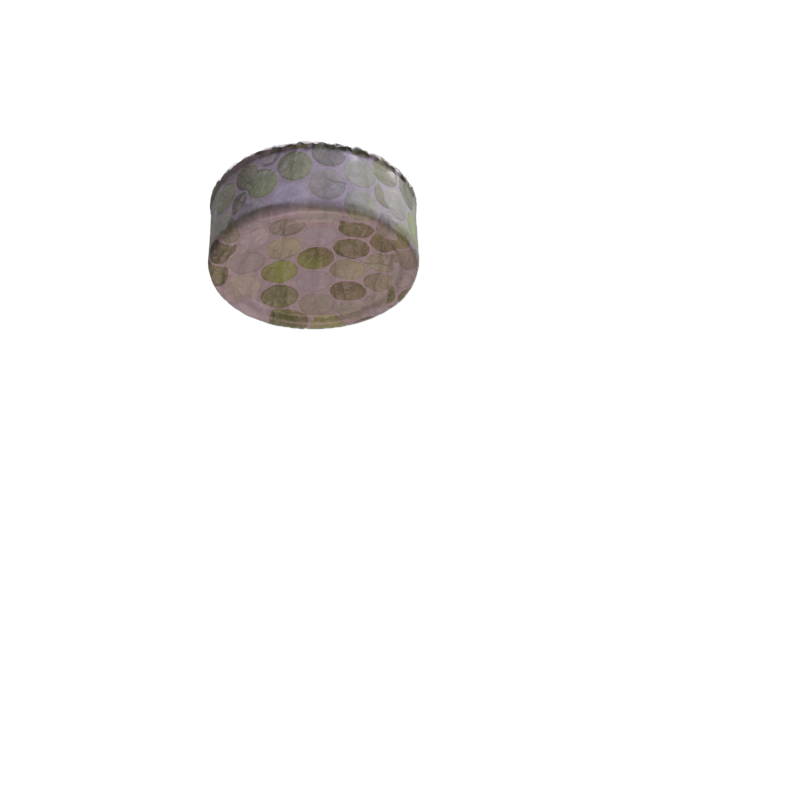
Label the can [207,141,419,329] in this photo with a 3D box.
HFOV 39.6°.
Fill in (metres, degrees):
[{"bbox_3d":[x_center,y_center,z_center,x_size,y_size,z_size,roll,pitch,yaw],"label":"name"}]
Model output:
[{"bbox_3d":[-0.035,-0.064,0.450,0.086,0.036,0.080,1,-32,-2],"label":"can"}]
